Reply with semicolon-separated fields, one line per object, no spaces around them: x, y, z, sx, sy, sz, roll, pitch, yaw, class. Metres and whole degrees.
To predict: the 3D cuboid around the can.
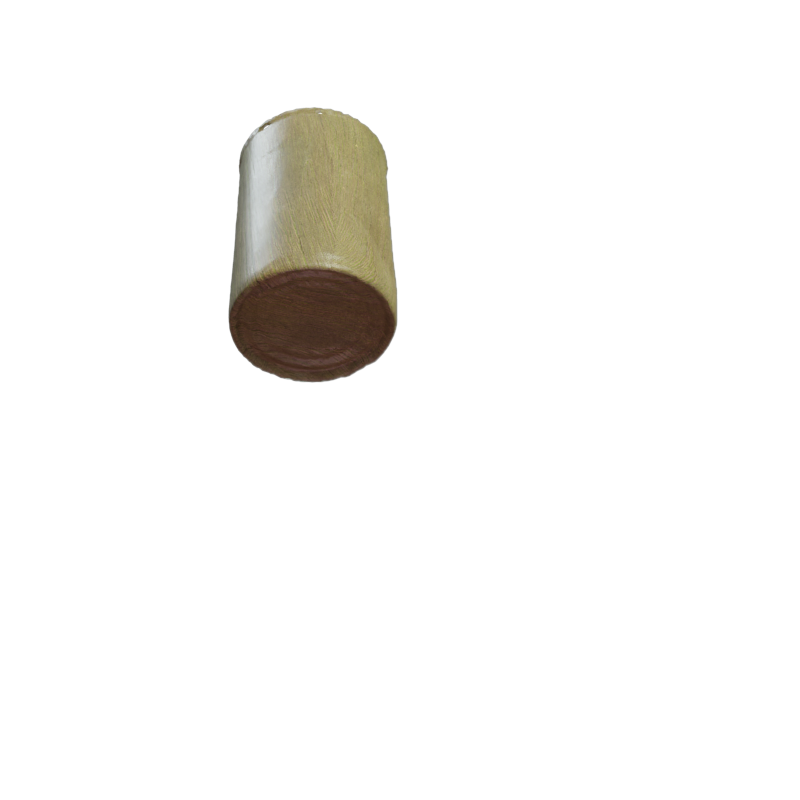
-0.037;-0.067;0.469;0.068;0.110;0.064;-1;-44;-3;can
